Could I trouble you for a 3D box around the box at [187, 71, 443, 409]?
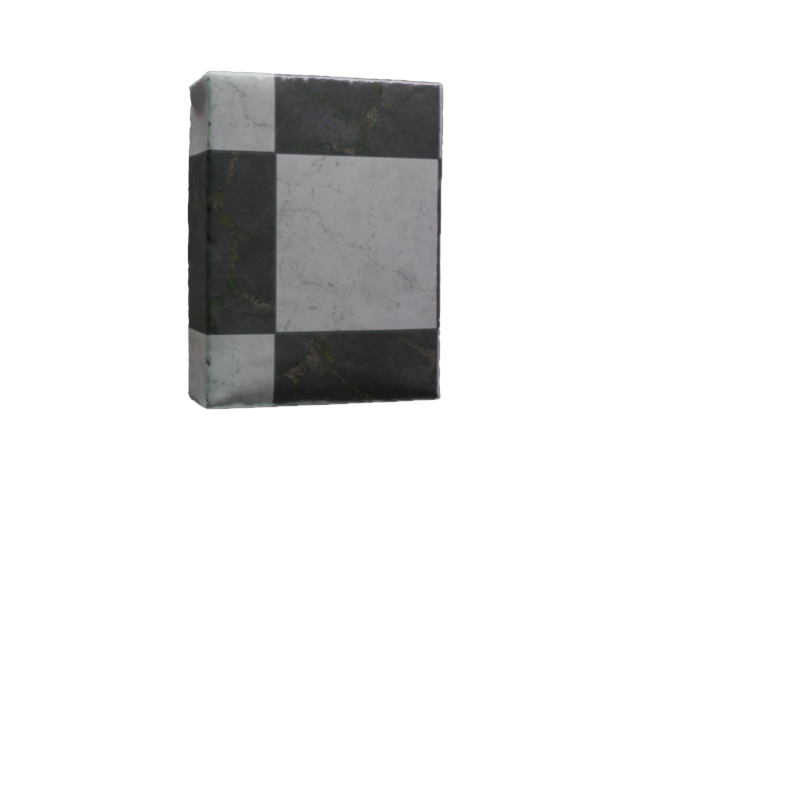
[{"bbox_3d":[-0.058,-0.106,0.743,0.160,0.214,0.074,-1,1,-20],"label":"box"}]
